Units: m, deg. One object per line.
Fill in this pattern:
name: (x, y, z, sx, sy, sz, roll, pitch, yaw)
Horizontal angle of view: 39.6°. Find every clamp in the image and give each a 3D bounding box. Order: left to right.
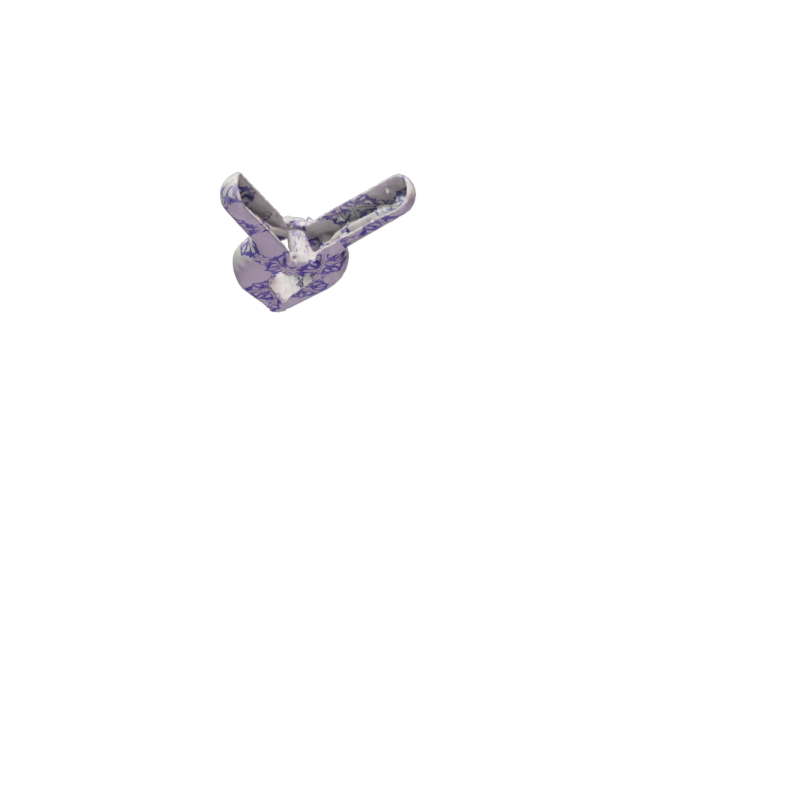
clamp: (-0.057, -0.105, 0.732, 0.119, 0.041, 0.165, 2, -17, -6)
